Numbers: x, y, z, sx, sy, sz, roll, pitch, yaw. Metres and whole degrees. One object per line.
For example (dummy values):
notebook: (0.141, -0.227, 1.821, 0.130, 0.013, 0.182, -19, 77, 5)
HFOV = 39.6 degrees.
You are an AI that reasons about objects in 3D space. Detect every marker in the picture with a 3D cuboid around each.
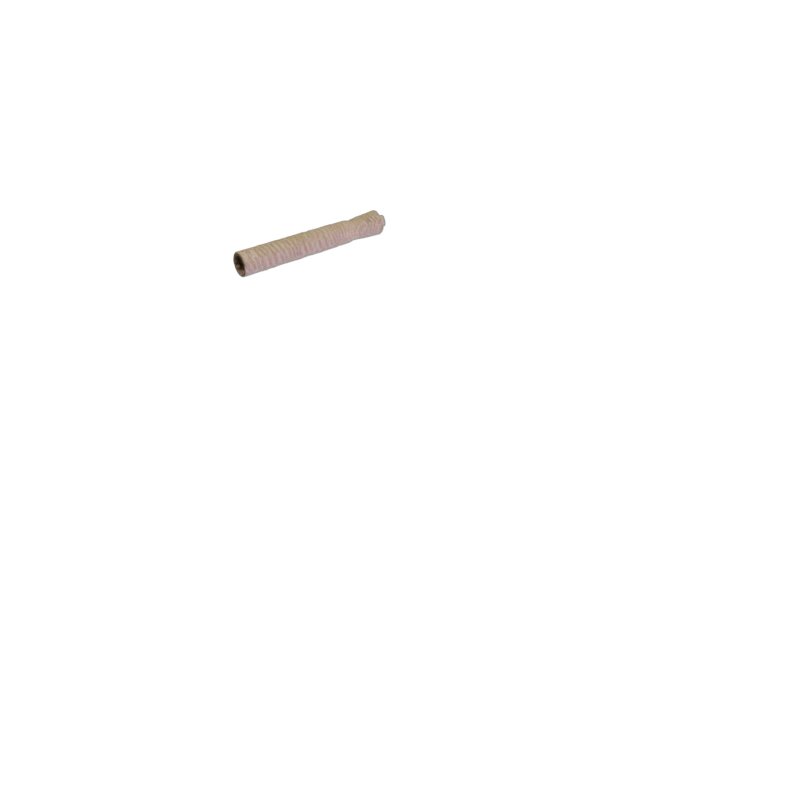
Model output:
marker: (-0.062, -0.114, 0.795, 0.120, 0.019, 0.020, -22, 14, -27)
